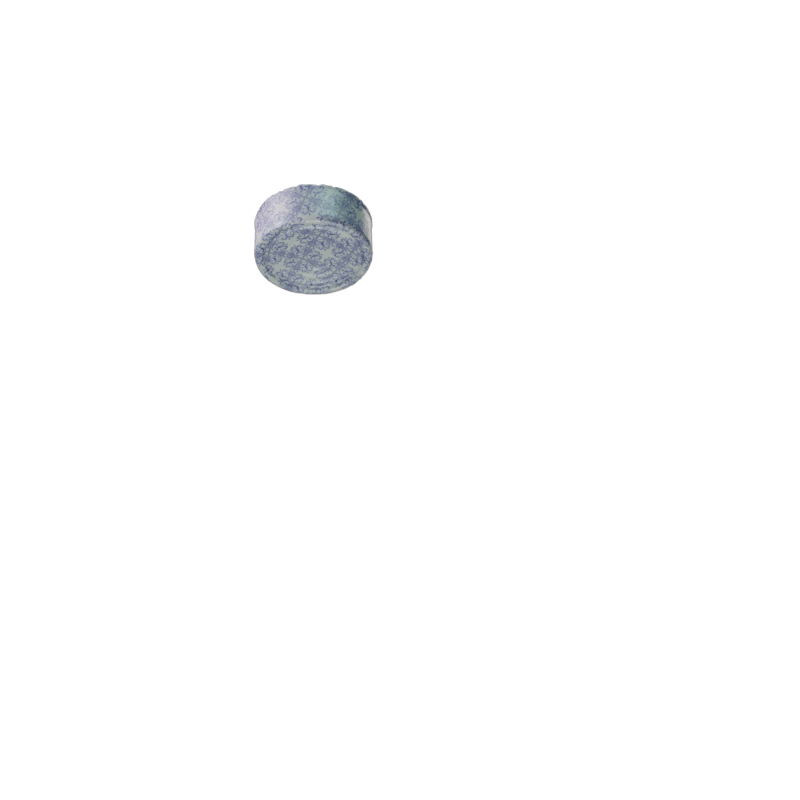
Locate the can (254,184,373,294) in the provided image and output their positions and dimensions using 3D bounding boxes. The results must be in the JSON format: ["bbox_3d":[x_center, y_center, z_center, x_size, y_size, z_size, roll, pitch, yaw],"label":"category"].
[{"bbox_3d":[-0.062,-0.113,0.793,0.086,0.036,0.080,1,-37,-2],"label":"can"}]
